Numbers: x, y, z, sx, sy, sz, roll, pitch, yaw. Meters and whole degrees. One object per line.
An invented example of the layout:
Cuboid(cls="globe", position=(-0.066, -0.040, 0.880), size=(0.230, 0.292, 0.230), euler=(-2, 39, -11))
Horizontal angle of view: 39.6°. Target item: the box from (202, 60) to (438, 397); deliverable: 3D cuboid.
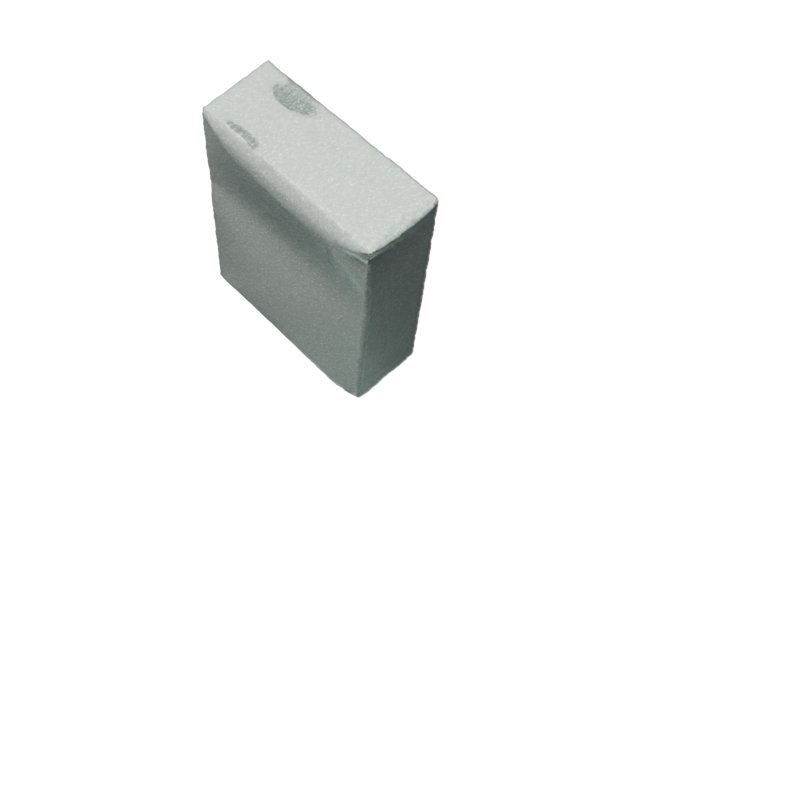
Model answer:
Cuboid(cls="box", position=(-0.063, -0.115, 0.804), size=(0.072, 0.173, 0.201), euler=(-40, -20, -21))
